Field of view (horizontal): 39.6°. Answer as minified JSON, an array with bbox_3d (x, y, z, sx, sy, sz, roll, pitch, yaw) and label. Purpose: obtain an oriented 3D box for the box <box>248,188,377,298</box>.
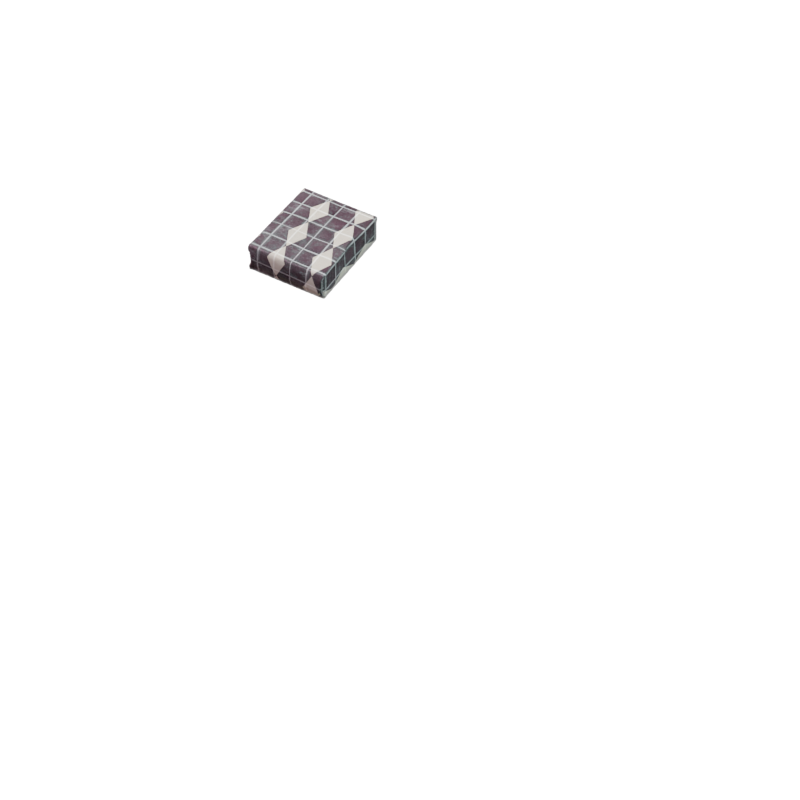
[{"bbox_3d":[-0.072,-0.131,0.918,0.076,0.028,0.092,23,50,20],"label":"box"}]
